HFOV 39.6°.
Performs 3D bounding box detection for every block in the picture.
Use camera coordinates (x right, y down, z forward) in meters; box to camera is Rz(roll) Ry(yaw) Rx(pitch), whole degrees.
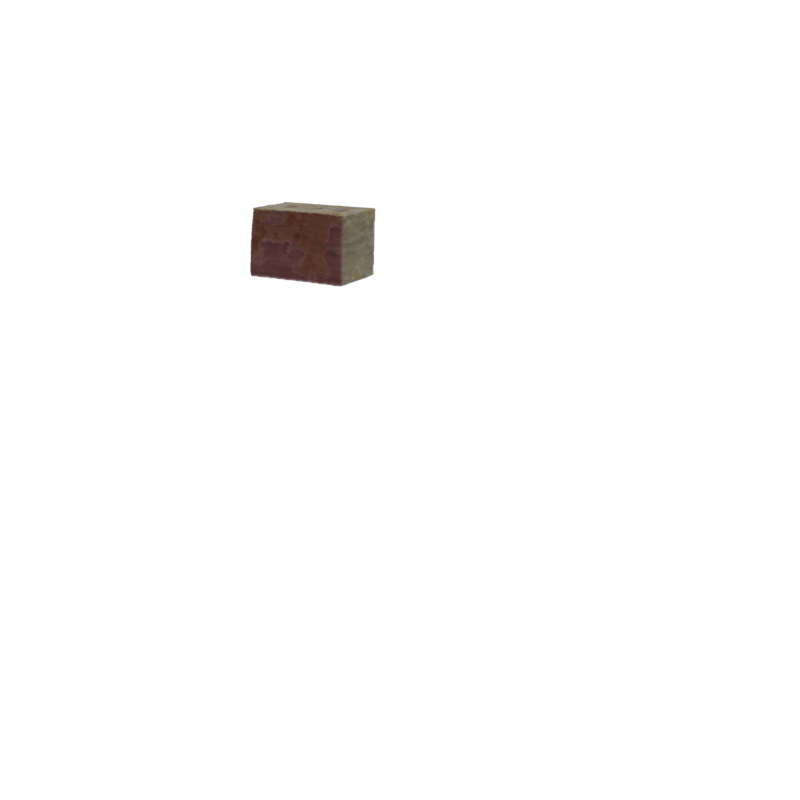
[{"bbox_3d":[-0.063,-0.116,0.810,0.081,0.050,0.052,8,15,27],"label":"block"}]
